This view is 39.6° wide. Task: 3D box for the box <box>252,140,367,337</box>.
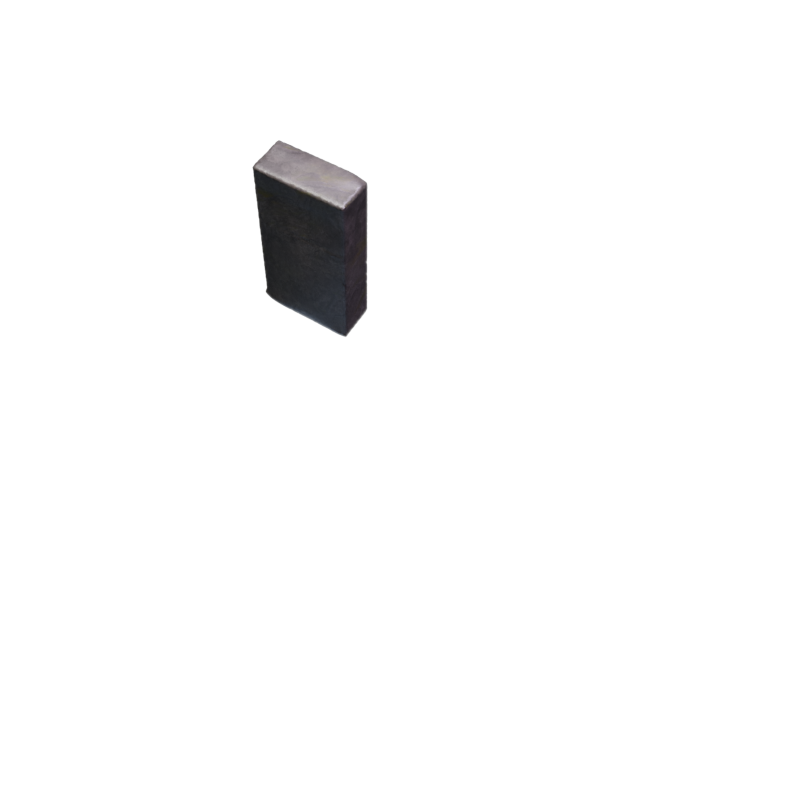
[{"bbox_3d":[-0.076,-0.139,0.973,0.097,0.049,0.164,29,-34,18],"label":"box"}]
